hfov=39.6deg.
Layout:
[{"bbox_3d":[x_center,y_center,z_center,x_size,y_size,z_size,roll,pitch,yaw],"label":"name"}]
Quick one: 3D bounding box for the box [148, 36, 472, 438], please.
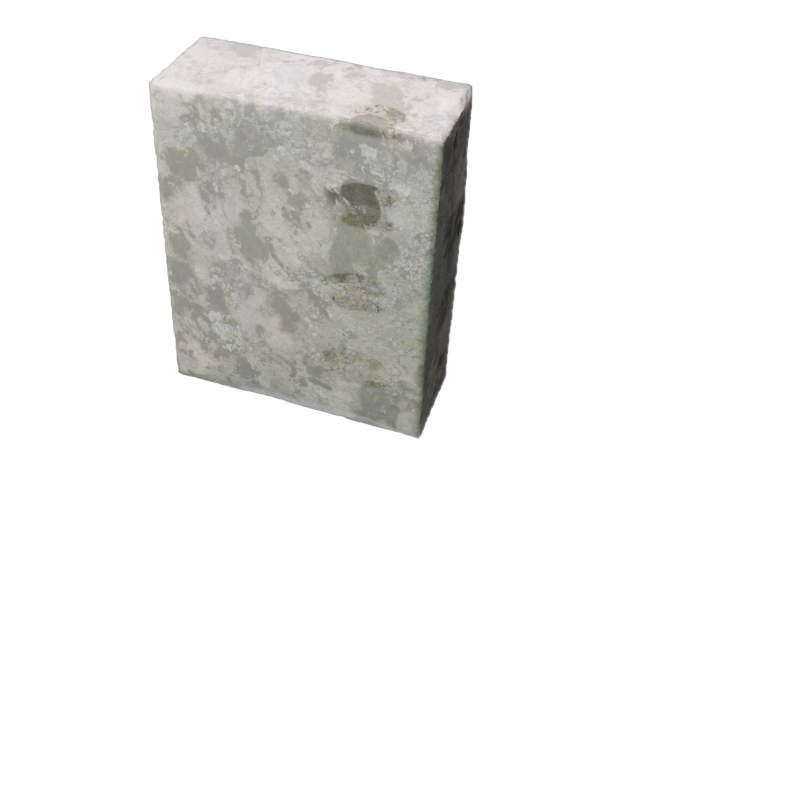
[{"bbox_3d":[-0.051,-0.092,0.646,0.169,0.199,0.075,15,42,15],"label":"box"}]
